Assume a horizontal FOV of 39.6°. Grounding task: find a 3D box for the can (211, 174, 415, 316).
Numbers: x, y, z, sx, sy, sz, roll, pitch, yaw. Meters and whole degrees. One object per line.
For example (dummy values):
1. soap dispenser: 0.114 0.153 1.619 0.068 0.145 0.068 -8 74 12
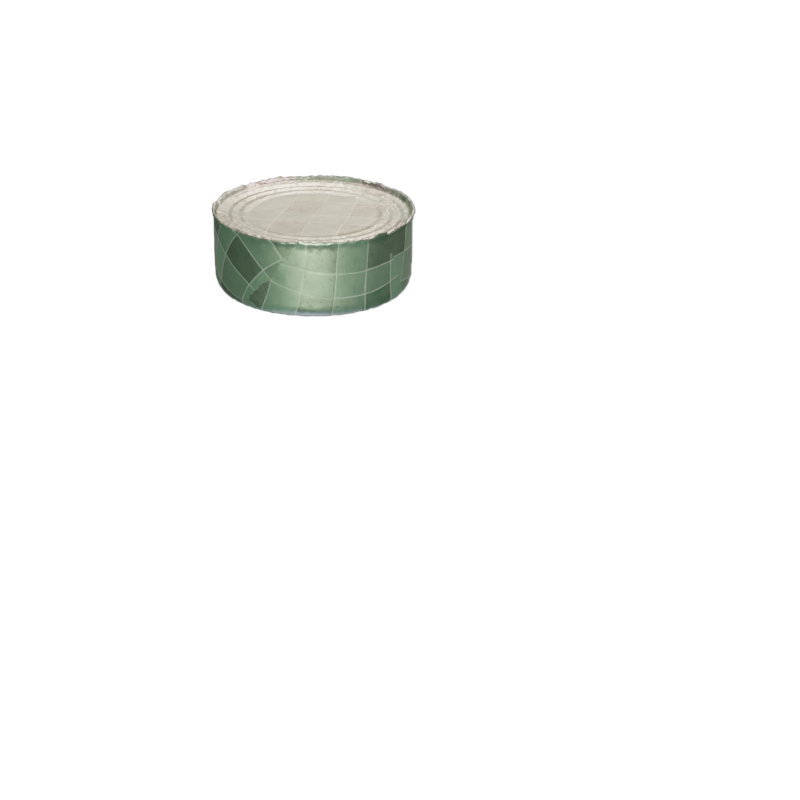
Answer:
1. can: -0.037 -0.067 0.473 0.086 0.032 0.091 -1 27 -2
